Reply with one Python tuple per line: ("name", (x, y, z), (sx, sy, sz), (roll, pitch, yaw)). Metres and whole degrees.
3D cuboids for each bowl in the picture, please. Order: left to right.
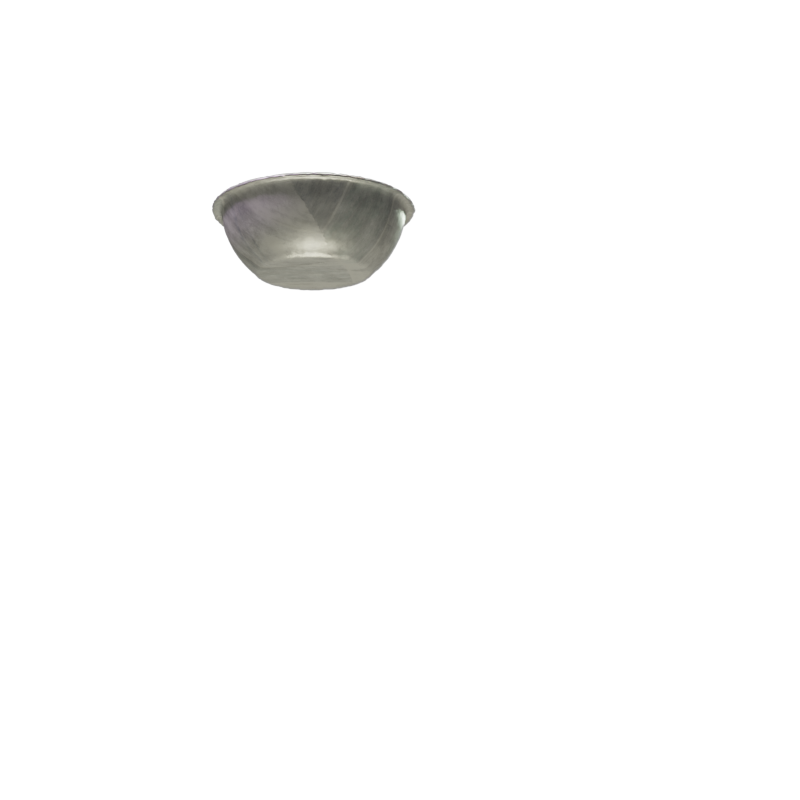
("bowl", (-0.069, -0.125, 0.879), (0.162, 0.057, 0.157), (0, -12, -2))
